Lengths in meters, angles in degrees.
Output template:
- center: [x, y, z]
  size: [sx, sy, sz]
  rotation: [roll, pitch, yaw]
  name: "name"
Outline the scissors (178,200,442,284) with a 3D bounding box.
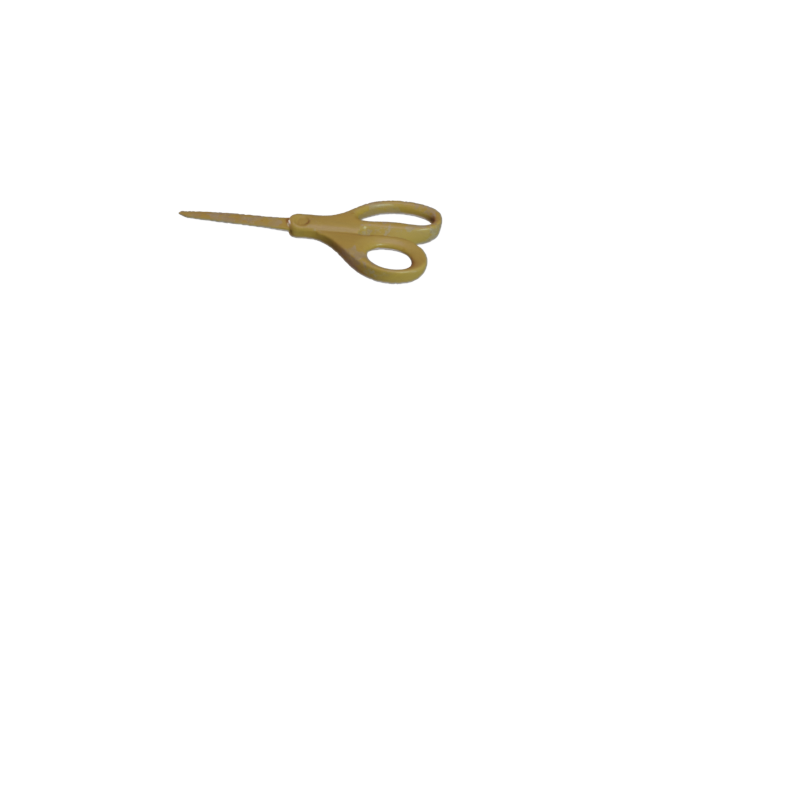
- center: [-0.066, -0.119, 0.837]
  size: [0.200, 0.015, 0.104]
  rotation: [-5, 44, -5]
  name: "scissors"
